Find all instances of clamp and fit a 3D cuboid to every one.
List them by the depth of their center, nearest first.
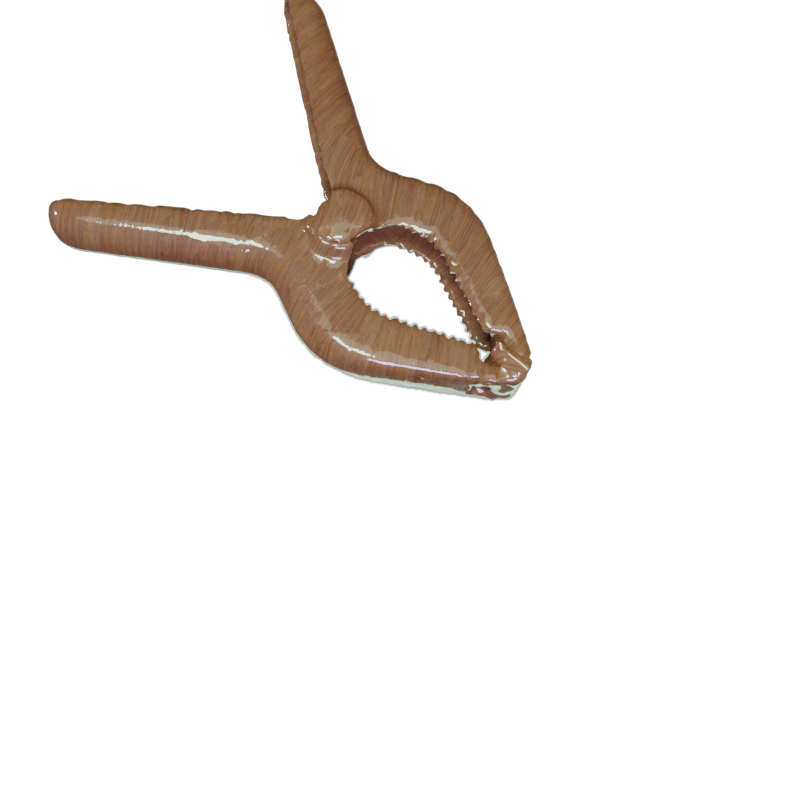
[{"bbox_3d":[-0.038,-0.069,0.482,0.166,0.219,0.035,-40,-16,-14],"label":"clamp"}]
